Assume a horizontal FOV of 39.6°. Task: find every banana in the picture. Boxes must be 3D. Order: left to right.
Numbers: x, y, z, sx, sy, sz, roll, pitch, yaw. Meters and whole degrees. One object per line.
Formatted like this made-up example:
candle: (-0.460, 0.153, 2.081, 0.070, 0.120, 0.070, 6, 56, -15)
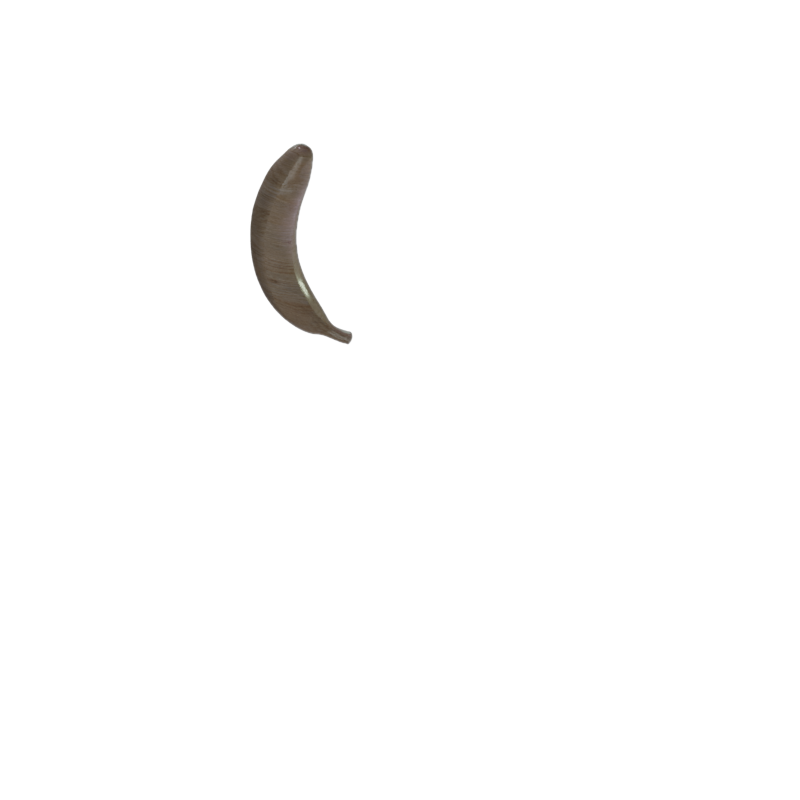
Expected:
banana: (-0.088, -0.123, 0.902, 0.070, 0.183, 0.039, -7, 40, 5)
